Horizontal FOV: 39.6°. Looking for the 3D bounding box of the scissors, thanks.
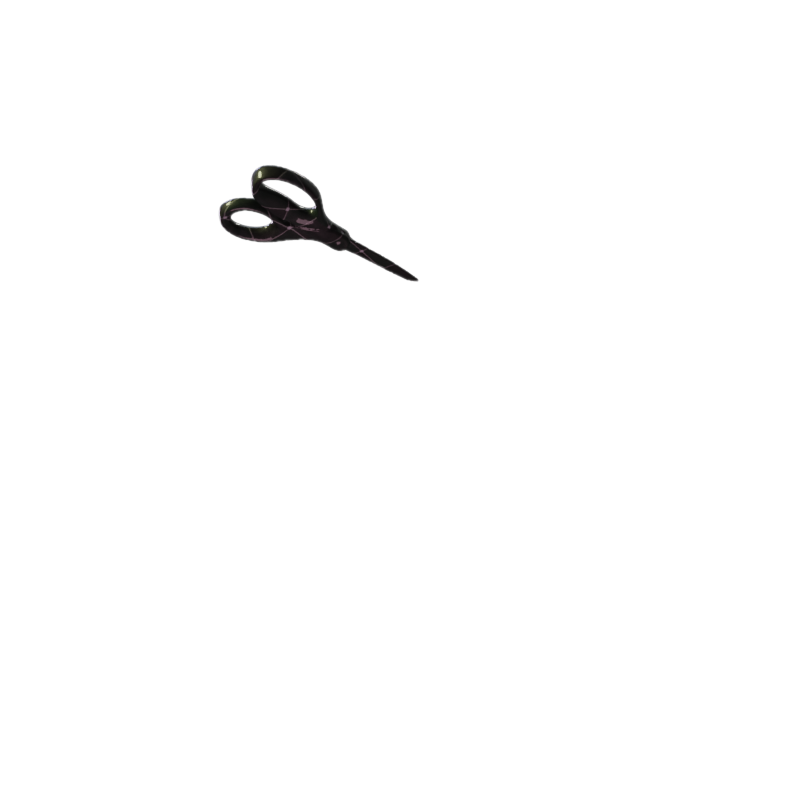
[{"bbox_3d":[-0.073,-0.133,0.932,0.097,0.017,0.187,-16,-33,26],"label":"scissors"}]
